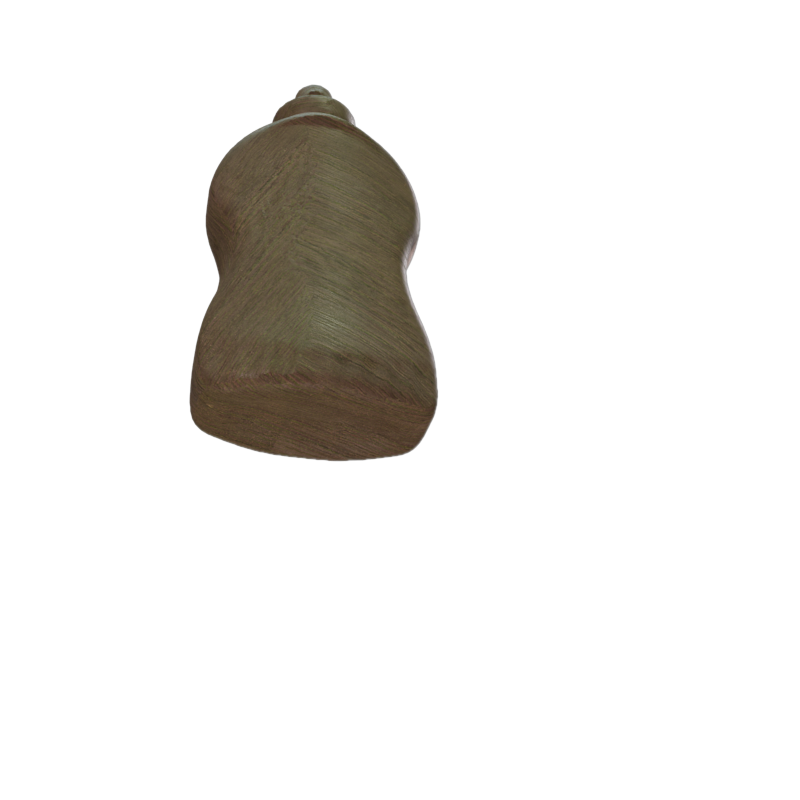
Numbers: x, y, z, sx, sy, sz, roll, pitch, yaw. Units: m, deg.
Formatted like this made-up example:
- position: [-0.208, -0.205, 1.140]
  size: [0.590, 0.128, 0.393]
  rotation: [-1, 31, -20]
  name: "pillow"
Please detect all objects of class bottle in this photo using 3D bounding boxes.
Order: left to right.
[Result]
- position: [-0.038, -0.070, 0.489]
  size: [0.095, 0.206, 0.055]
  rotation: [5, -39, -10]
  name: "bottle"
